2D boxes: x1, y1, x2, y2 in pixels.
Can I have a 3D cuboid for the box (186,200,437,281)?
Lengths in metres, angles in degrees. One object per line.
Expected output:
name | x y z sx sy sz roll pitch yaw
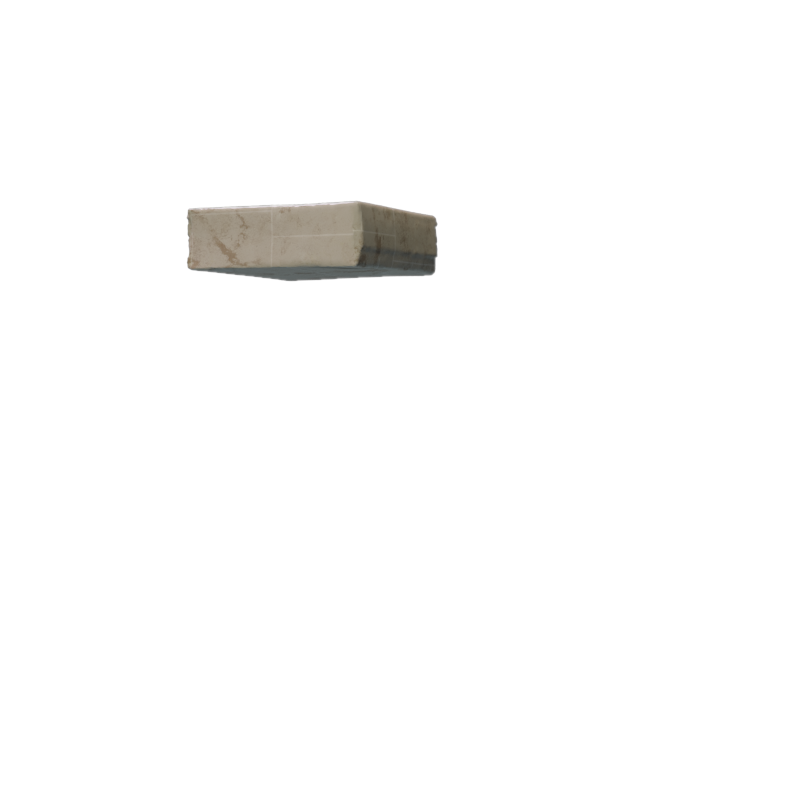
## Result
box | -0.048 -0.088 0.619 0.117 0.039 0.086 1 1 31
